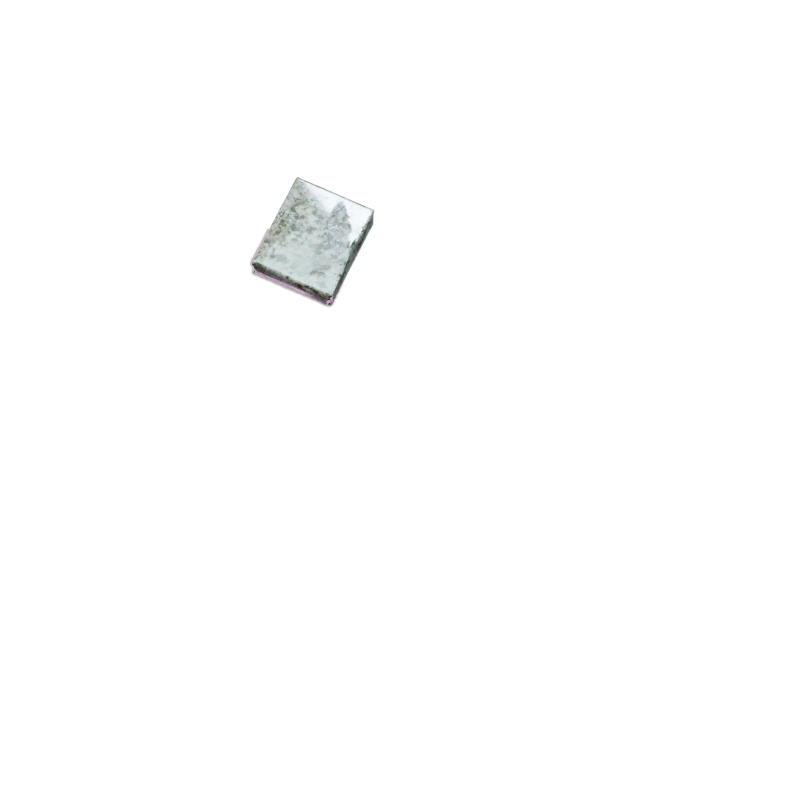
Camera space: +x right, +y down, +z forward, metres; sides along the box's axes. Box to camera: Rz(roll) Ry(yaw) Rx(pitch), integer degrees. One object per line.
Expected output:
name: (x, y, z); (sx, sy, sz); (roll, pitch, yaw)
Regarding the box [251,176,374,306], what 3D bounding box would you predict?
box: (-0.072, -0.131, 0.922); (0.075, 0.092, 0.029); (23, -21, 9)
